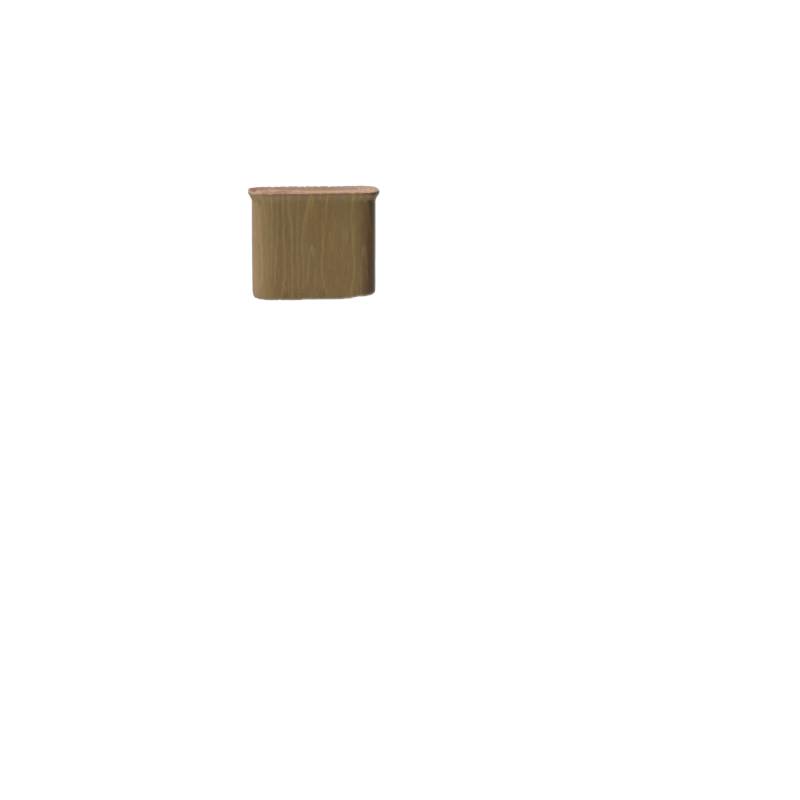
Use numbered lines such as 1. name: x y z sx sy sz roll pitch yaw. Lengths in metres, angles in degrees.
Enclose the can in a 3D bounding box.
1. can: -0.068 -0.124 0.871 0.101 0.082 0.059 -1 11 -5
